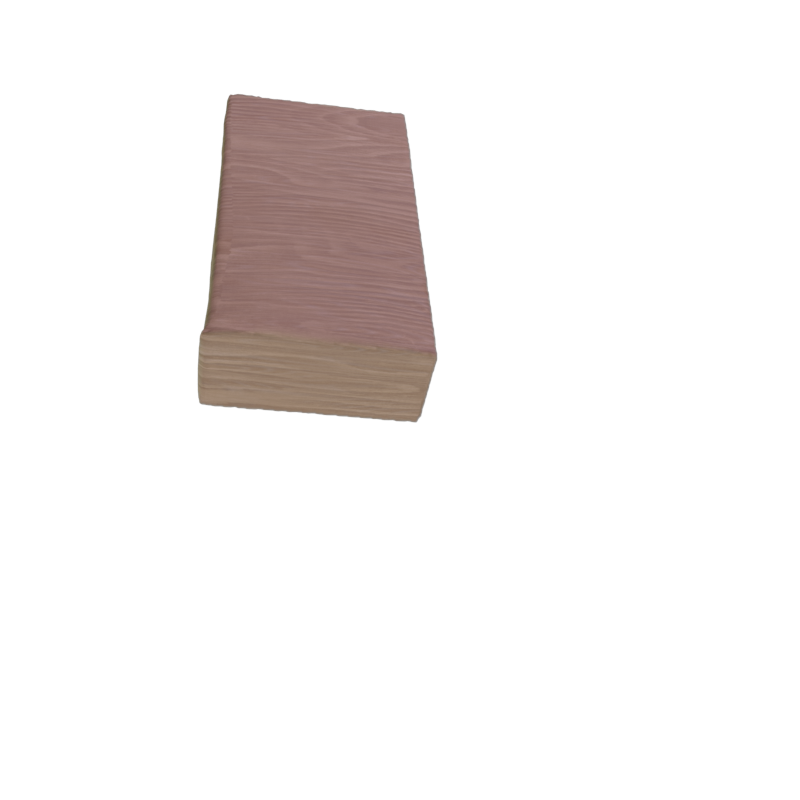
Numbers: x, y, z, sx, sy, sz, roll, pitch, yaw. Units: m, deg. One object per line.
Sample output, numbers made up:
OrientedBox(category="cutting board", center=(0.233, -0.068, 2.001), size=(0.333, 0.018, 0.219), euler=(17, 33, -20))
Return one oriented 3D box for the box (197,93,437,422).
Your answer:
OrientedBox(category="box", center=(-0.039, -0.071, 0.502), size=(0.092, 0.045, 0.189), euler=(4, 41, -7))
